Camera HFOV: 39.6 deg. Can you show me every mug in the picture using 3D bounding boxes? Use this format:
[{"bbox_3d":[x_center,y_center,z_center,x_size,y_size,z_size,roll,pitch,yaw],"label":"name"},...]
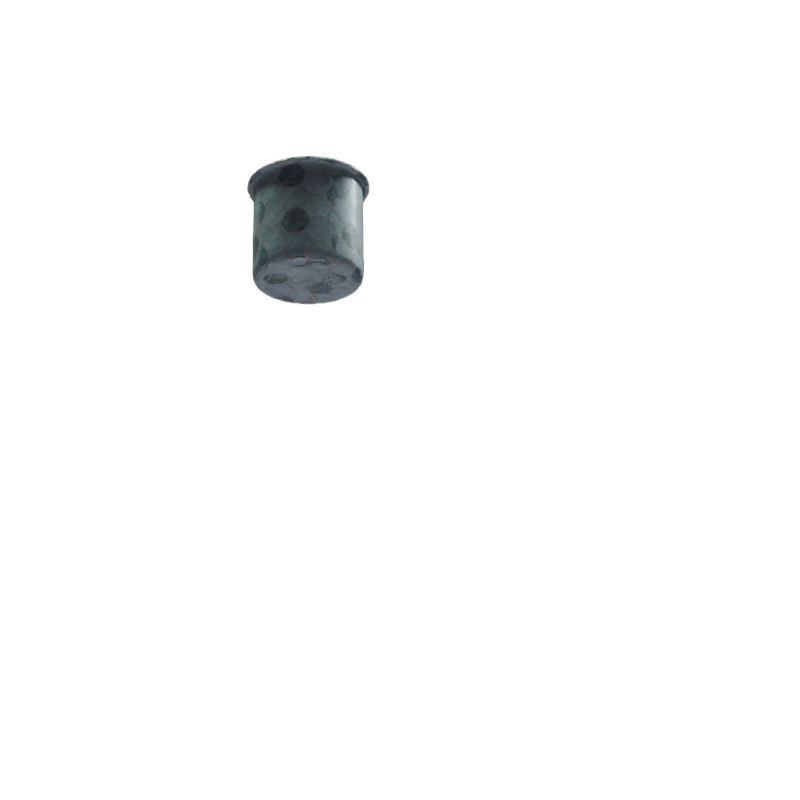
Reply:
[{"bbox_3d":[-0.065,-0.119,0.833,0.094,0.086,0.109,-7,-24,14],"label":"mug"}]
